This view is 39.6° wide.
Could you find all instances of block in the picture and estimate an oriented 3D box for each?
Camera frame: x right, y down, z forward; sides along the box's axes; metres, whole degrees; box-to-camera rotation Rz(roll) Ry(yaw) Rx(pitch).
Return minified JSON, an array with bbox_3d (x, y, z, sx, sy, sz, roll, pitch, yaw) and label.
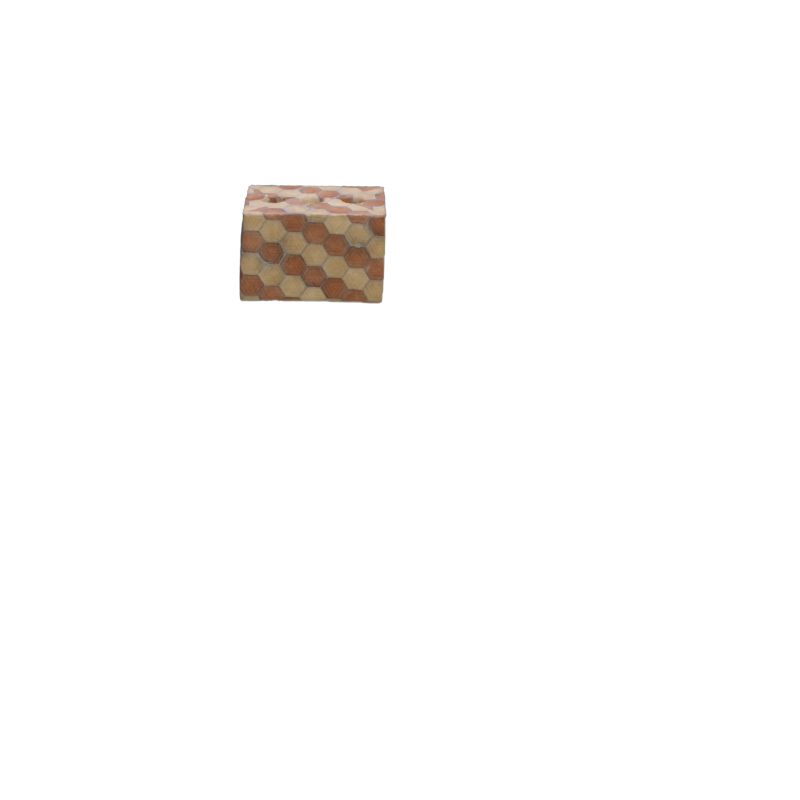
[{"bbox_3d":[-0.048,-0.087,0.608,0.078,0.049,0.055,1,25,0],"label":"block"}]
